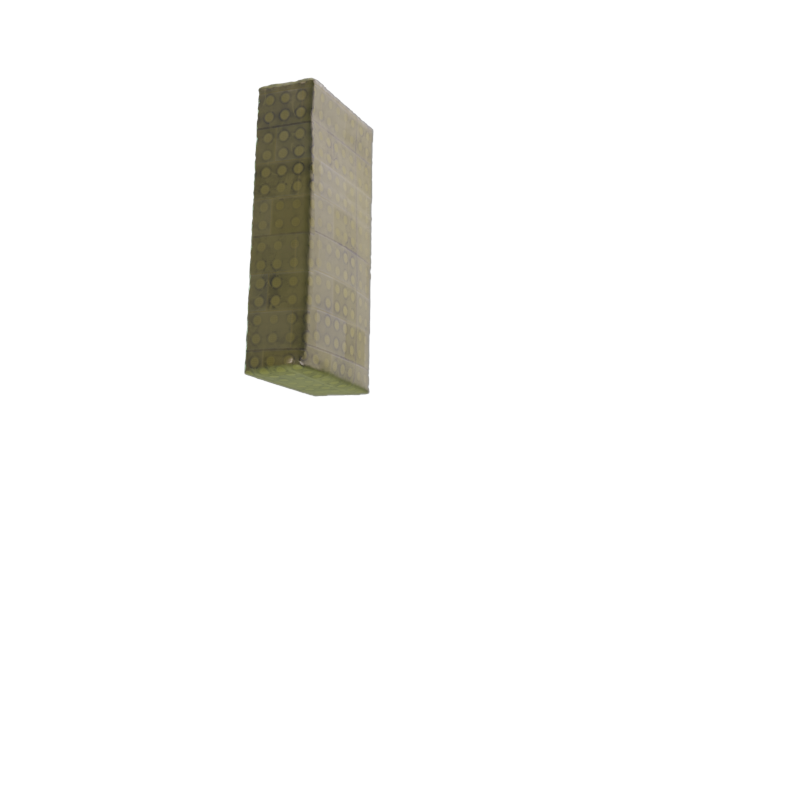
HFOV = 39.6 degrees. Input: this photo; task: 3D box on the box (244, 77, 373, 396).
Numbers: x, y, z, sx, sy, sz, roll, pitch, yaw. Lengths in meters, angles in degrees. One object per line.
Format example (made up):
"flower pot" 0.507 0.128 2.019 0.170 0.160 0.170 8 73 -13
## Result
"box" -0.053 -0.096 0.676 0.049 0.183 0.088 -8 -17 22
